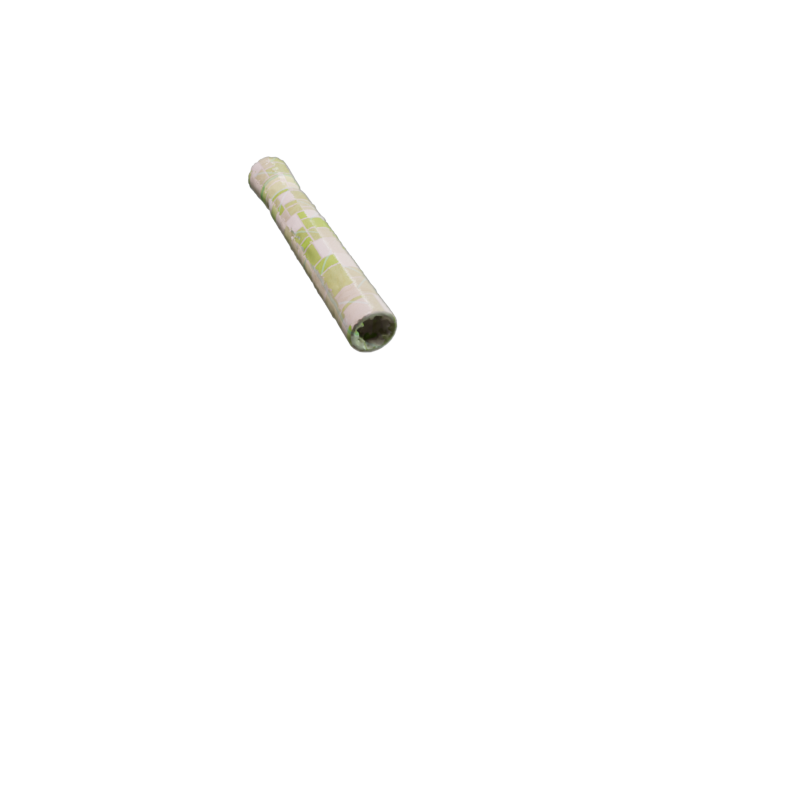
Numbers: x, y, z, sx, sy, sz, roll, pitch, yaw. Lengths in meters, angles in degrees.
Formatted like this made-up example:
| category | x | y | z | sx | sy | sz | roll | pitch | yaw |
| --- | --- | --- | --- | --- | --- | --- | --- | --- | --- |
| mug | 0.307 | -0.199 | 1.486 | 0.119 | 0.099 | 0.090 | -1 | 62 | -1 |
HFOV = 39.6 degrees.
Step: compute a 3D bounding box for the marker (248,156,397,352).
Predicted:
| category | x | y | z | sx | sy | sz | roll | pitch | yaw |
| --- | --- | --- | --- | --- | --- | --- | --- | --- | --- |
| marker | -0.034 | -0.062 | 0.436 | 0.019 | 0.019 | 0.131 | -2 | 37 | -27 |
